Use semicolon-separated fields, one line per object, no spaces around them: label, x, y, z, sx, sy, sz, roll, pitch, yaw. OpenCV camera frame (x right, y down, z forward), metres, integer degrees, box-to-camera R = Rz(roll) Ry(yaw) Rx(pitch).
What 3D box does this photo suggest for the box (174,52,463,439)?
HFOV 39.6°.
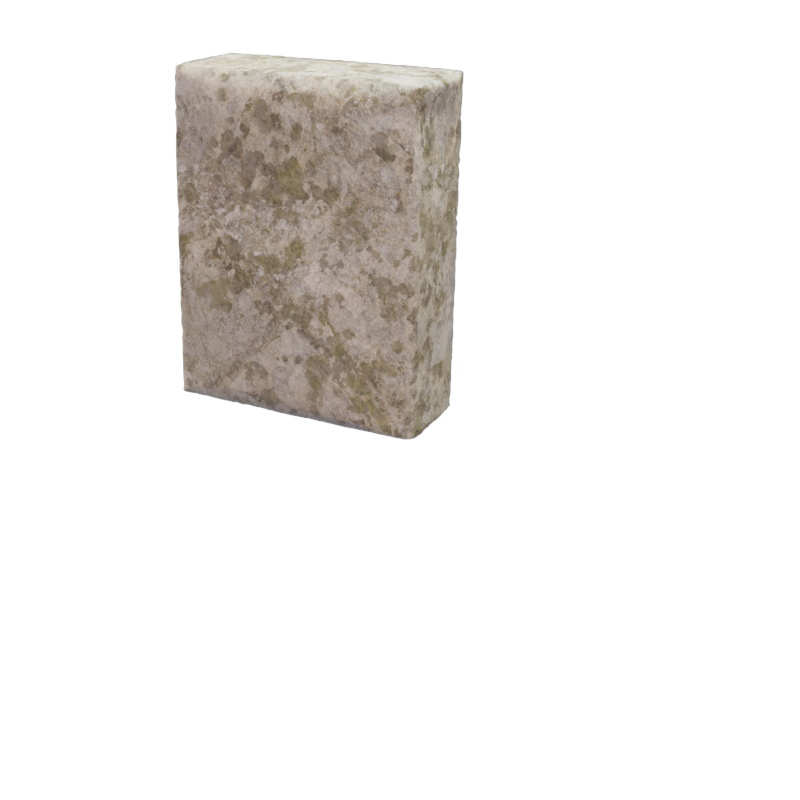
box;-0.053;-0.097;0.676;0.171;0.205;0.072;11;21;26
